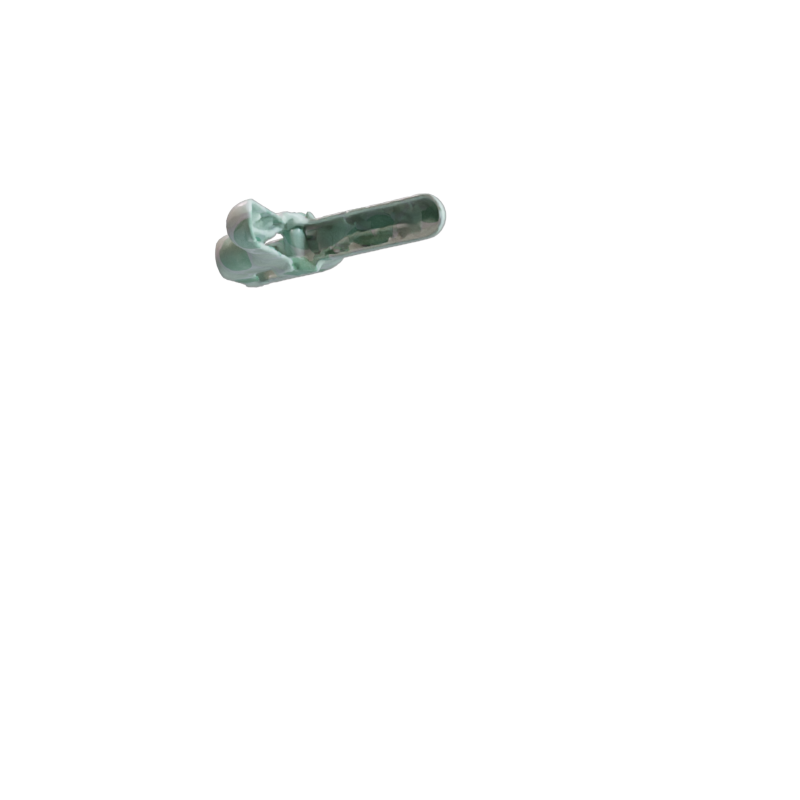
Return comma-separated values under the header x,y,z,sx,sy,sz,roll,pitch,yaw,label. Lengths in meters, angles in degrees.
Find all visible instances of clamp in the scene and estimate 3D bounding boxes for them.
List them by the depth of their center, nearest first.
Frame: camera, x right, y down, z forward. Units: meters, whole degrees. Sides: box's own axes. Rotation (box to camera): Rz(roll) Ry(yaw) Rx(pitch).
x,y,z,sx,sy,sz,roll,pitch,yaw,label
-0.050,-0.091,0.640,0.118,0.040,0.173,0,0,-15,clamp
